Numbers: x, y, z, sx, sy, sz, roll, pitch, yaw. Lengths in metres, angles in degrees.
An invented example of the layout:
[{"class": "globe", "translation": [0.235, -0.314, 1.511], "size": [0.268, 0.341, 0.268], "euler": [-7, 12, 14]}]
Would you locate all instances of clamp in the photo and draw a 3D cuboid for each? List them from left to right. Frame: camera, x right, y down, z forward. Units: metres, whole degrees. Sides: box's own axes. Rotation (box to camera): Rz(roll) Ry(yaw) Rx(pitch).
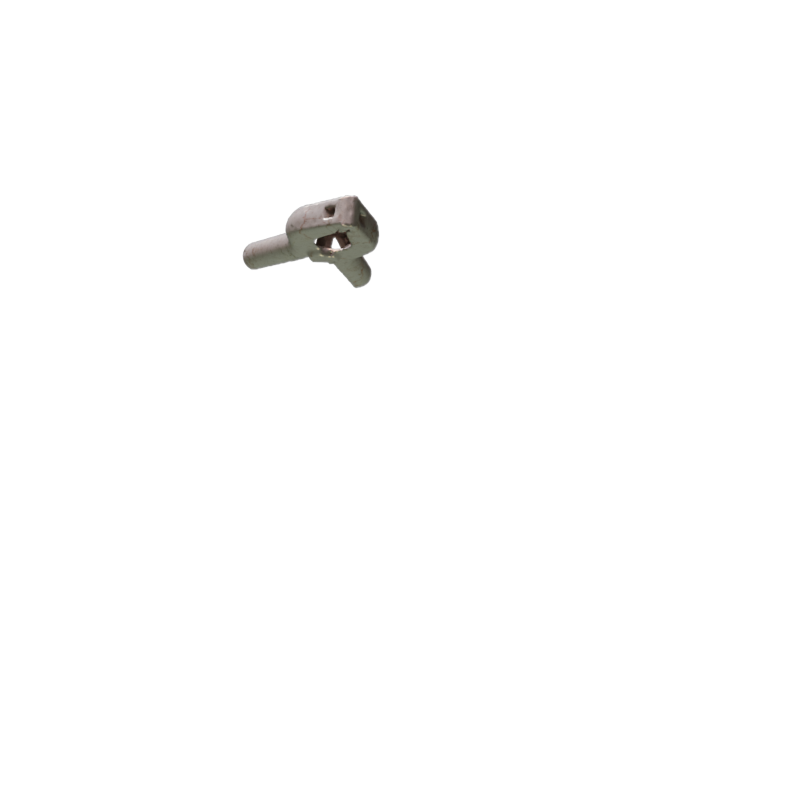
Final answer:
[{"class": "clamp", "translation": [-0.075, -0.138, 0.964], "size": [0.119, 0.041, 0.166], "euler": [2, -15, -7]}]
